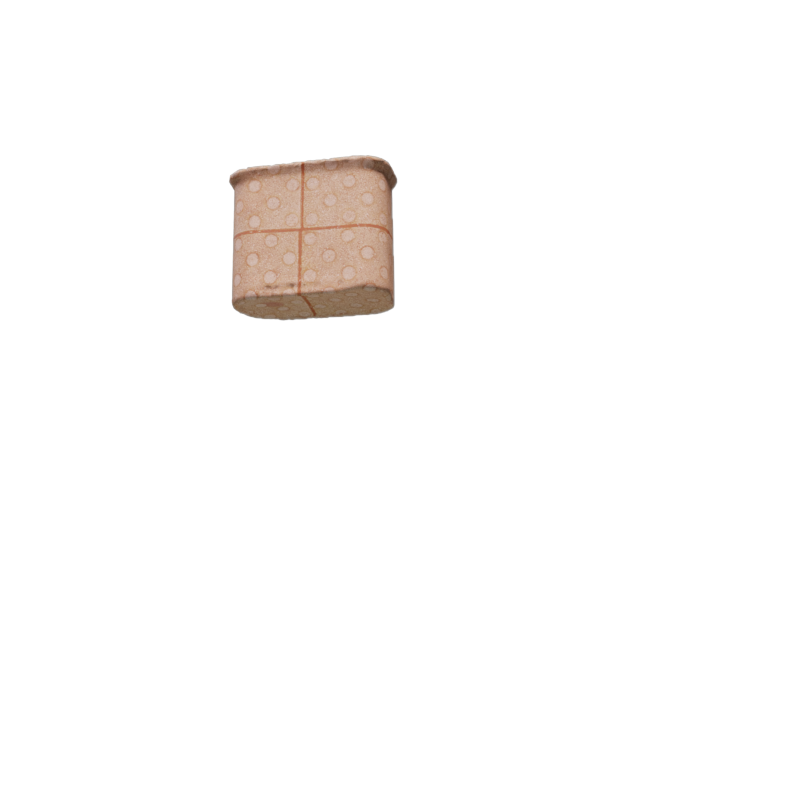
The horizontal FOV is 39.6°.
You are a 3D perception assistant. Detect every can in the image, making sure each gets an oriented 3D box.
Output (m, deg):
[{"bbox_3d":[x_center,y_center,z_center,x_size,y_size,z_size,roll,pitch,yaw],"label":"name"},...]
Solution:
[{"bbox_3d":[-0.053,-0.096,0.675,0.103,0.087,0.054,-4,-17,12],"label":"can"}]
